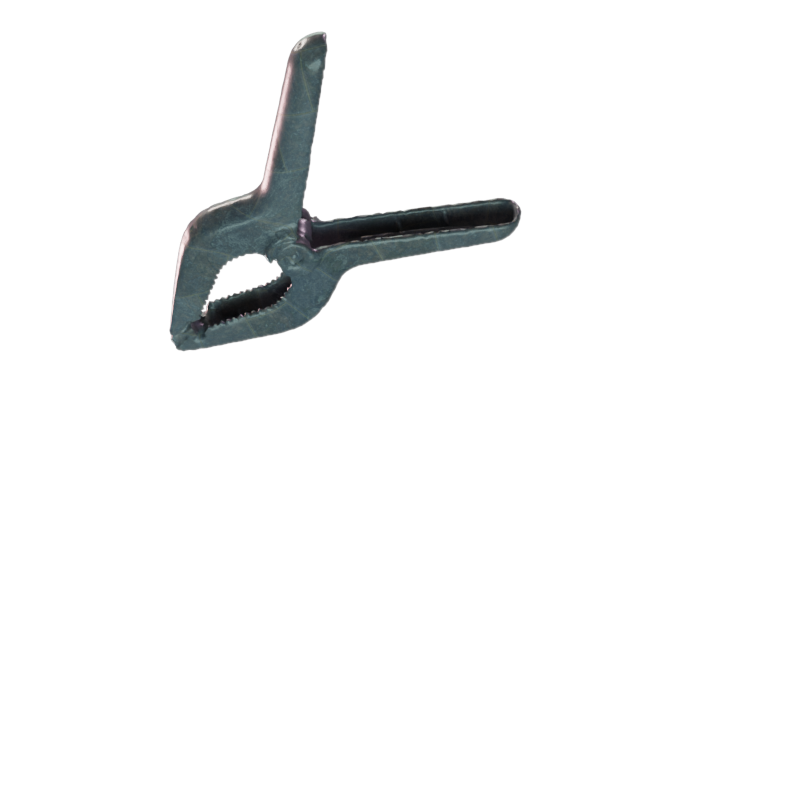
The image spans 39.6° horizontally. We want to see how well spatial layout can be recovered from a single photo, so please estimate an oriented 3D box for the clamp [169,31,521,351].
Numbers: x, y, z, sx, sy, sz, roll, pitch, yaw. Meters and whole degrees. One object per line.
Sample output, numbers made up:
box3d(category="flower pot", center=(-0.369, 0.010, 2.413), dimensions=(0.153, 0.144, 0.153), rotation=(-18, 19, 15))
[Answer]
box3d(category="clamp", center=(-0.049, -0.089, 0.624), dimensions=(0.156, 0.039, 0.206), rotation=(32, -56, -25))
